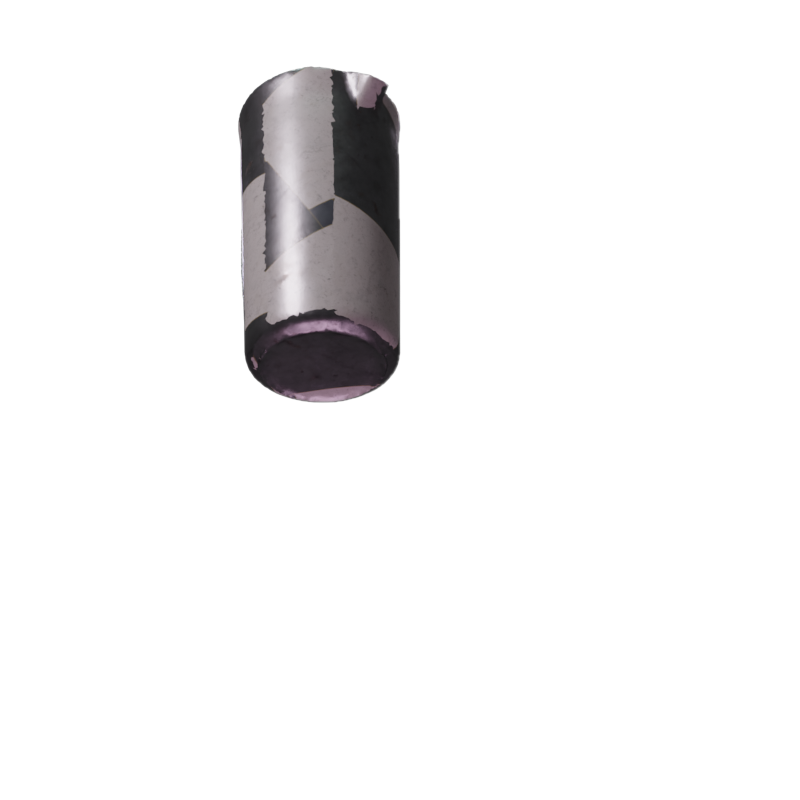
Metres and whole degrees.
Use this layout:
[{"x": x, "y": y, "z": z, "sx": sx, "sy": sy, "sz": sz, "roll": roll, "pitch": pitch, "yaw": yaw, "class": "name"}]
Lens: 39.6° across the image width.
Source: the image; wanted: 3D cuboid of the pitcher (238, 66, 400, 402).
[{"x": -0.066, "y": -0.120, "z": 0.843, "sx": 0.146, "sy": 0.260, "sz": 0.138, "roll": -6, "pitch": -37, "yaw": 5, "class": "pitcher"}]
